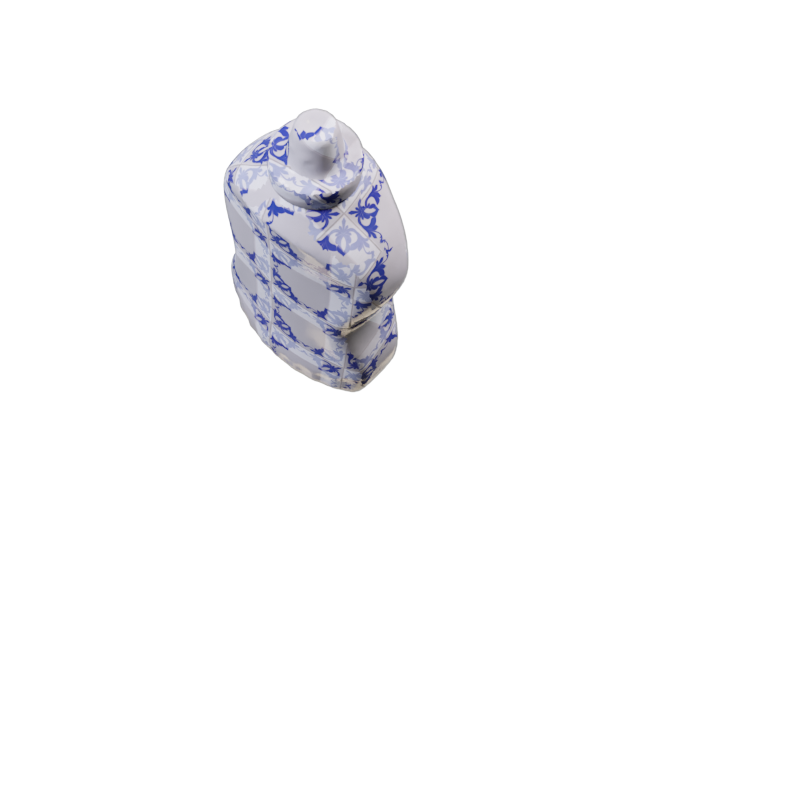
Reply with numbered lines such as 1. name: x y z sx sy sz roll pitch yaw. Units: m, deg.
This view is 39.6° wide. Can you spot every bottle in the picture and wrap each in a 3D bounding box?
1. bottle: -0.041 -0.075 0.525 0.059 0.100 0.182 -42 -14 -18
